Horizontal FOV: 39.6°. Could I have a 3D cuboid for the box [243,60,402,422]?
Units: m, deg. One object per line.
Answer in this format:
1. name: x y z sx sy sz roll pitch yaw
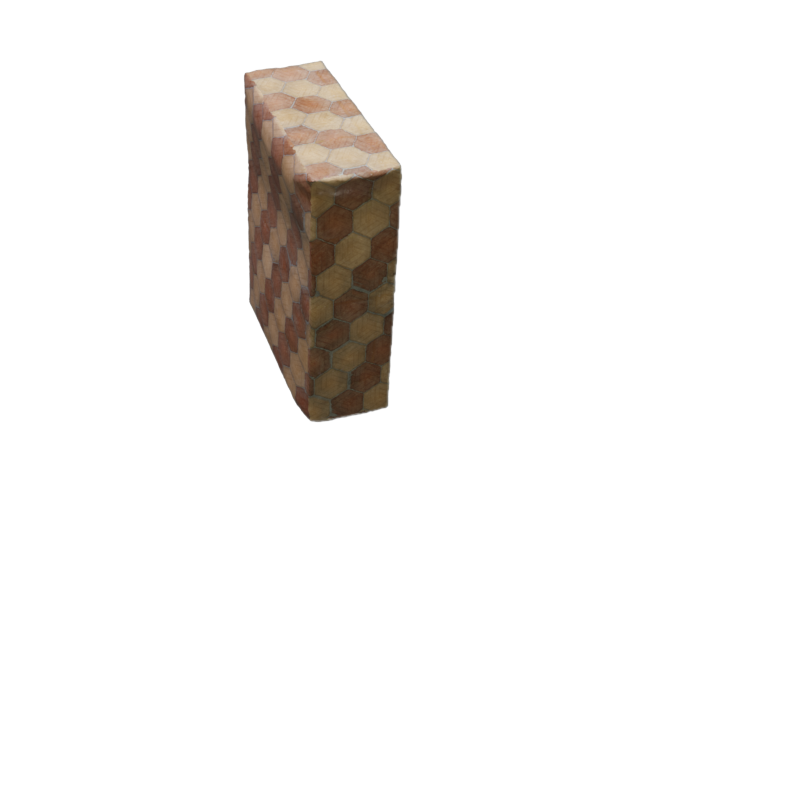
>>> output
1. box: -0.064 -0.117 0.820 0.071 0.200 0.178 -11 41 -18
